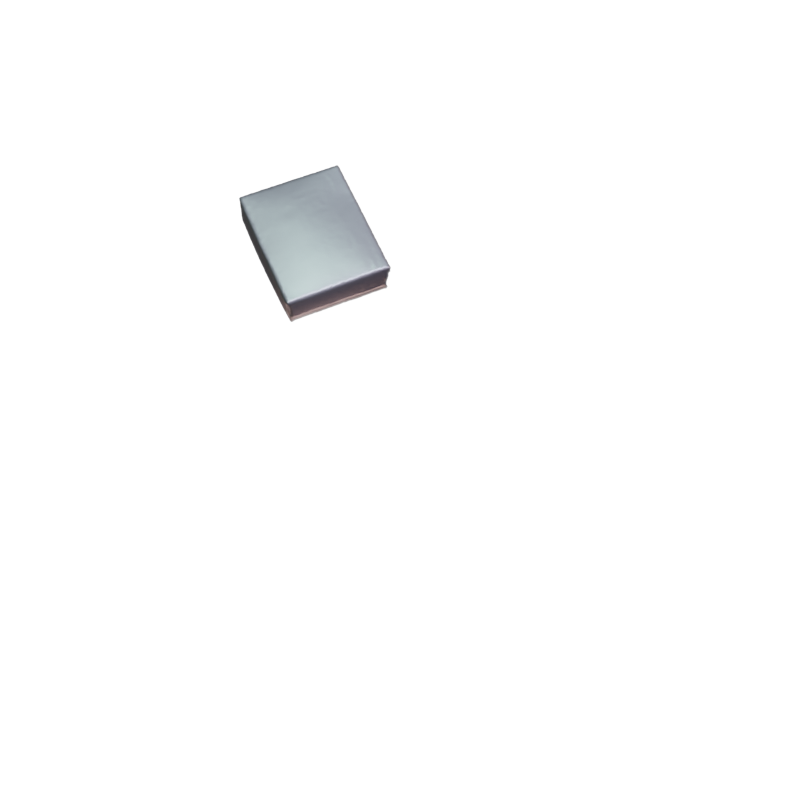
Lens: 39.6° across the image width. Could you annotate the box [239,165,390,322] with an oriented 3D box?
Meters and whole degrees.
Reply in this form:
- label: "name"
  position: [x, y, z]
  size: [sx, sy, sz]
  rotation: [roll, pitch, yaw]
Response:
- label: "box"
  position: [-0.071, -0.130, 0.910]
  size: [0.089, 0.121, 0.037]
  rotation: [-21, -26, -11]
